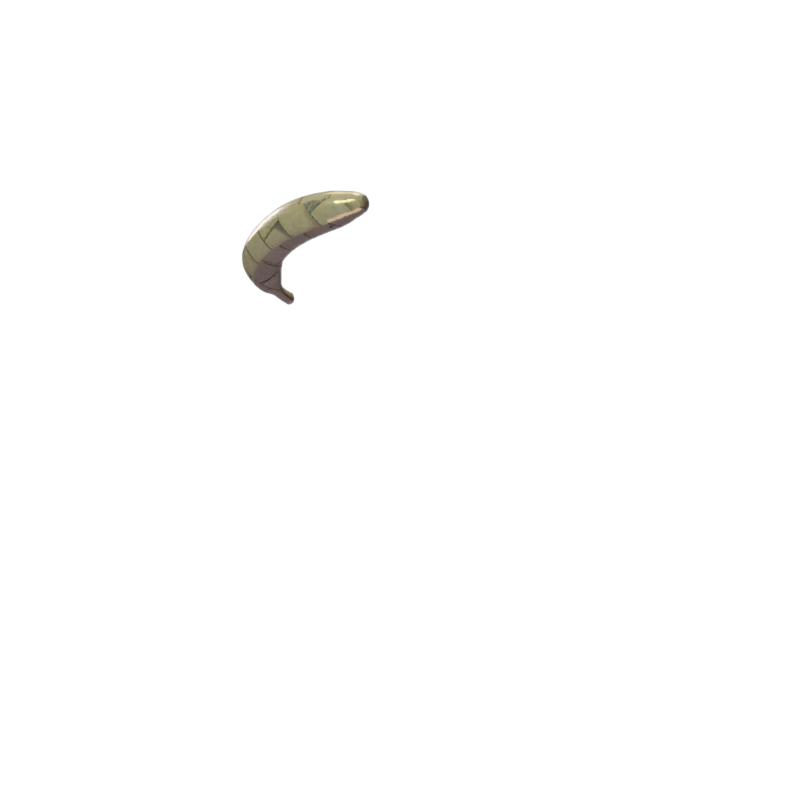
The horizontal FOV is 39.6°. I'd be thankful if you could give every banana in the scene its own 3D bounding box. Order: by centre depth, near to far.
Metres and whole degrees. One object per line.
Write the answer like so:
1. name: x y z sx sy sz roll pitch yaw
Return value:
1. banana: -0.094 -0.139 0.962 0.067 0.039 0.194 9 -22 -22
